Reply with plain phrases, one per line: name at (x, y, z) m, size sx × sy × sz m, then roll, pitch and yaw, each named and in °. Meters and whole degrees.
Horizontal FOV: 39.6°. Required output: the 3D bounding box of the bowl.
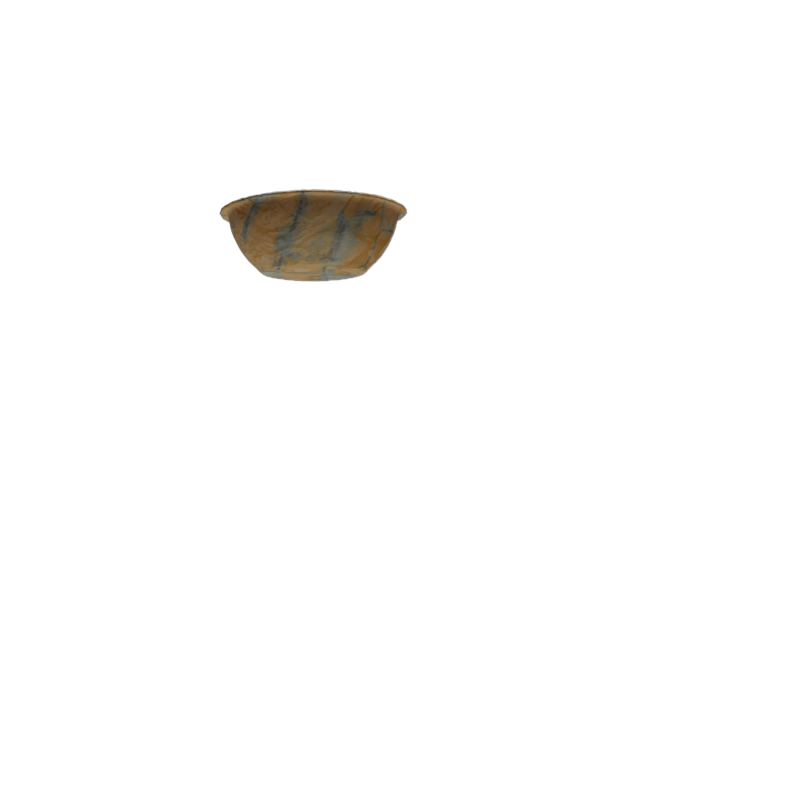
bowl at (-0.075, -0.136, 0.955) m, size 0.162 × 0.056 × 0.159 m, roll 0°, pitch -5°, yaw -2°
